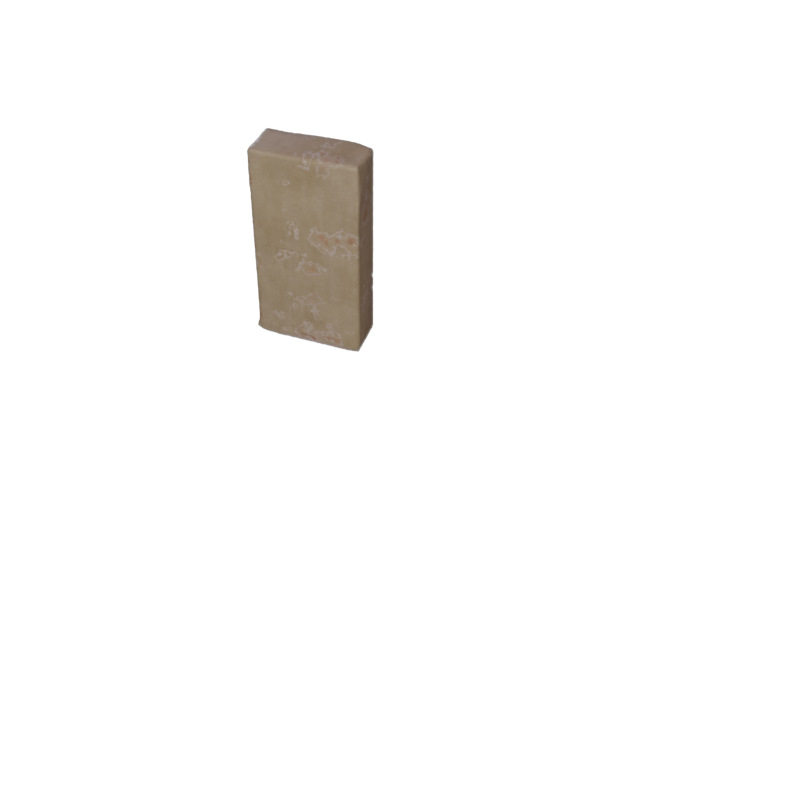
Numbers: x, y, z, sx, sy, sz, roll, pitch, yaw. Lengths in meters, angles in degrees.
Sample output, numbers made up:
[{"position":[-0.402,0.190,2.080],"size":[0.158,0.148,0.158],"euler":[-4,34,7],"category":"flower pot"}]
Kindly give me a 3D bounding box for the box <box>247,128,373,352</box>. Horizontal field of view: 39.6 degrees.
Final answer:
[{"position":[-0.070,-0.127,0.892],"size":[0.096,0.165,0.050],"euler":[14,36,16],"category":"box"}]
